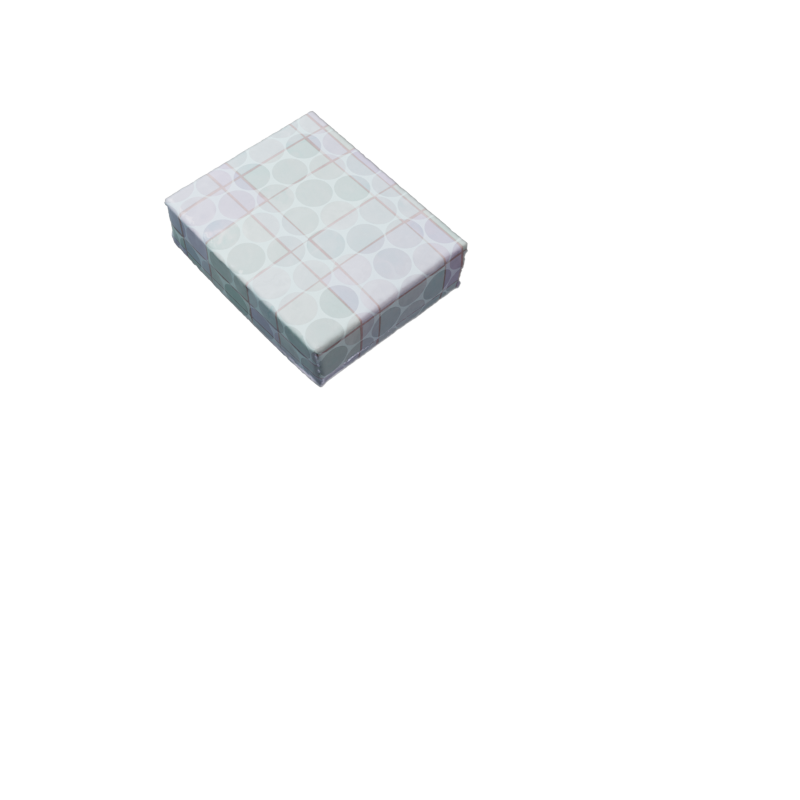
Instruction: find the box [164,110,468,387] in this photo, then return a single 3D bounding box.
[{"bbox_3d":[-0.040,-0.073,0.513,0.090,0.120,0.036,-36,-26,-21],"label":"box"}]
